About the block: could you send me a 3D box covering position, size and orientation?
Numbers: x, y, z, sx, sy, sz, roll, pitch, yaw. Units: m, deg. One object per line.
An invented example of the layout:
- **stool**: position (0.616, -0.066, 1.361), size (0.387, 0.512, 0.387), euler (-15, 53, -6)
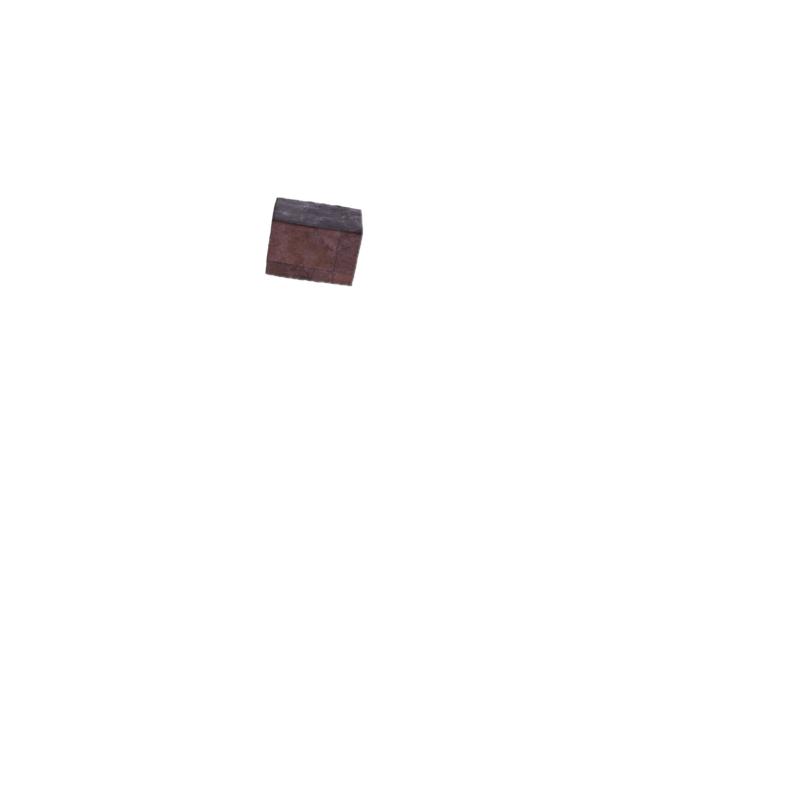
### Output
- **block**: position (-0.074, -0.136, 0.949), size (0.077, 0.050, 0.054), euler (8, 30, -6)
